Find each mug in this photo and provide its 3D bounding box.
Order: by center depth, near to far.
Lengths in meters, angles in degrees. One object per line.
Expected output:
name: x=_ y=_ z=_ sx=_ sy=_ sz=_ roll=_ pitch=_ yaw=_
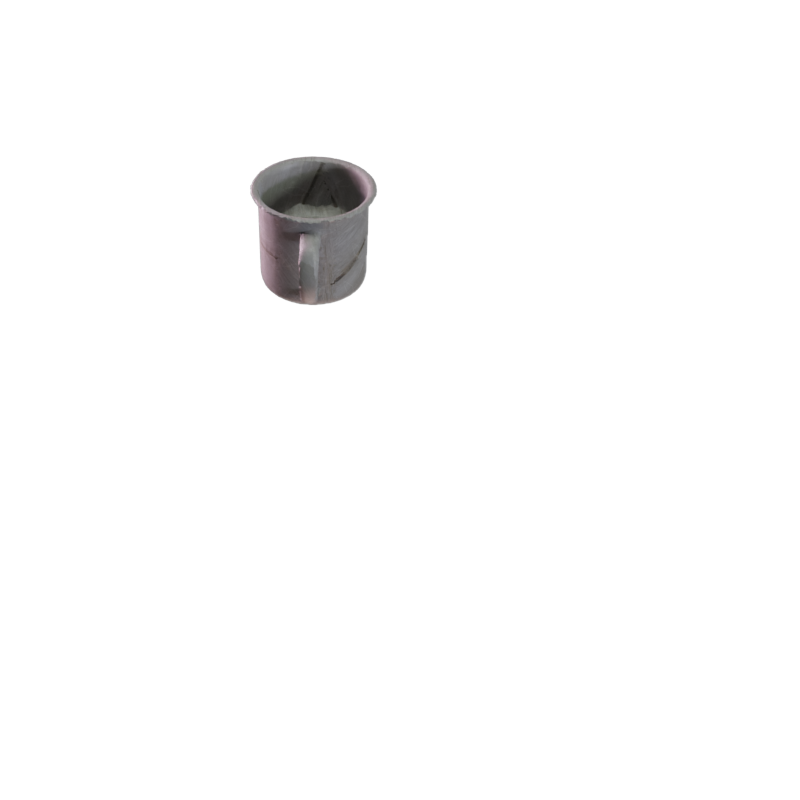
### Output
mug: x=-0.065 y=-0.118 z=0.825 sx=0.093 sy=0.076 sz=0.125 roll=0 pitch=38 yaw=-2
